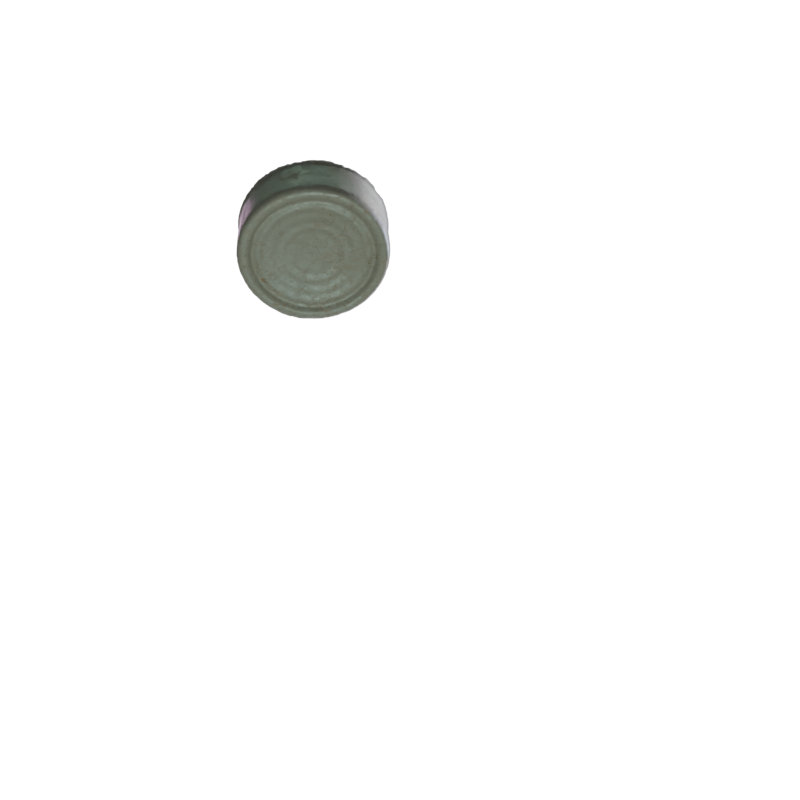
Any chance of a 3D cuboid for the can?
[{"bbox_3d":[-0.048,-0.088,0.617,0.086,0.081,0.036,1,34,-1],"label":"can"}]
